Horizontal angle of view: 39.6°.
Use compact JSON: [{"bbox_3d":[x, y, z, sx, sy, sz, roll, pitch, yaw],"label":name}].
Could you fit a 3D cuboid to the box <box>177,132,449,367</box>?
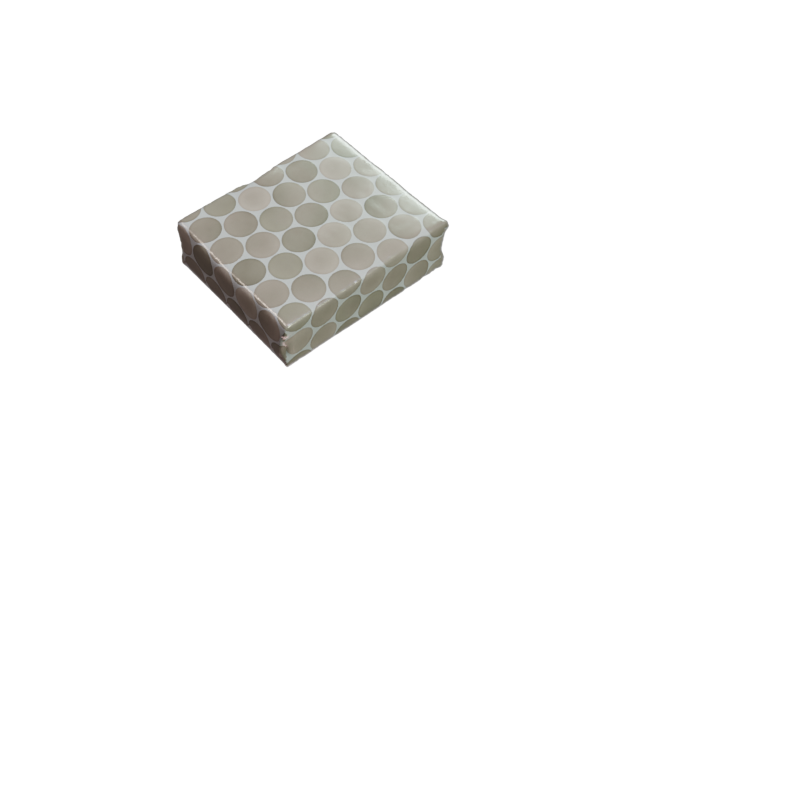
[{"bbox_3d":[-0.036,-0.066,0.464,0.090,0.028,0.078,-34,60,-24],"label":"box"}]
